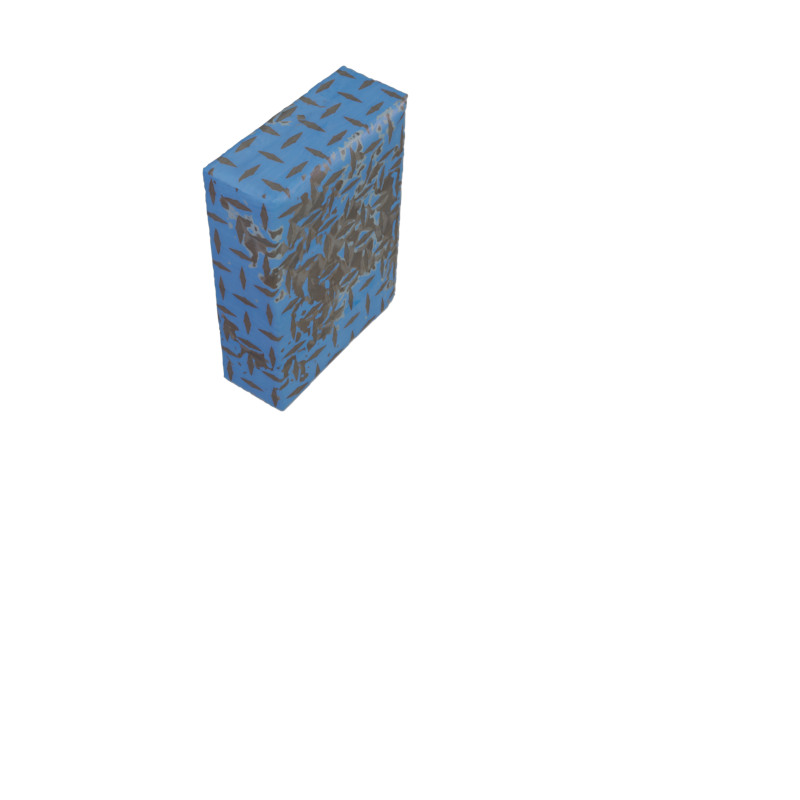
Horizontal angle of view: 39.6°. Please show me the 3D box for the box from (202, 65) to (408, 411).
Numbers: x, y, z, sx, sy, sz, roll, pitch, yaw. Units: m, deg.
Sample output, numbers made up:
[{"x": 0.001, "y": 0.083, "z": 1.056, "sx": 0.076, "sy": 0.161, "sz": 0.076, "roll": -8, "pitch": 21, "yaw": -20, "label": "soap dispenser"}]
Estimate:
[{"x": -0.067, "y": -0.121, "z": 0.850, "sx": 0.075, "sy": 0.199, "sz": 0.167, "roll": 27, "pitch": 51, "yaw": 21, "label": "box"}]
